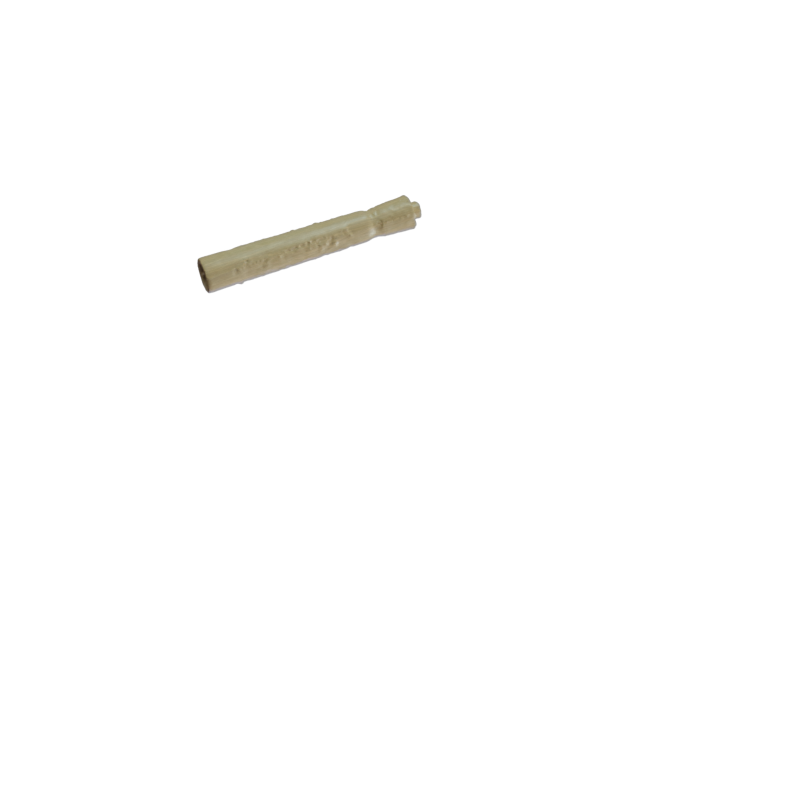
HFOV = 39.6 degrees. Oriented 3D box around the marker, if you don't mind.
[{"bbox_3d":[-0.045,-0.082,0.574,0.120,0.019,0.020,-19,9,-14],"label":"marker"}]
